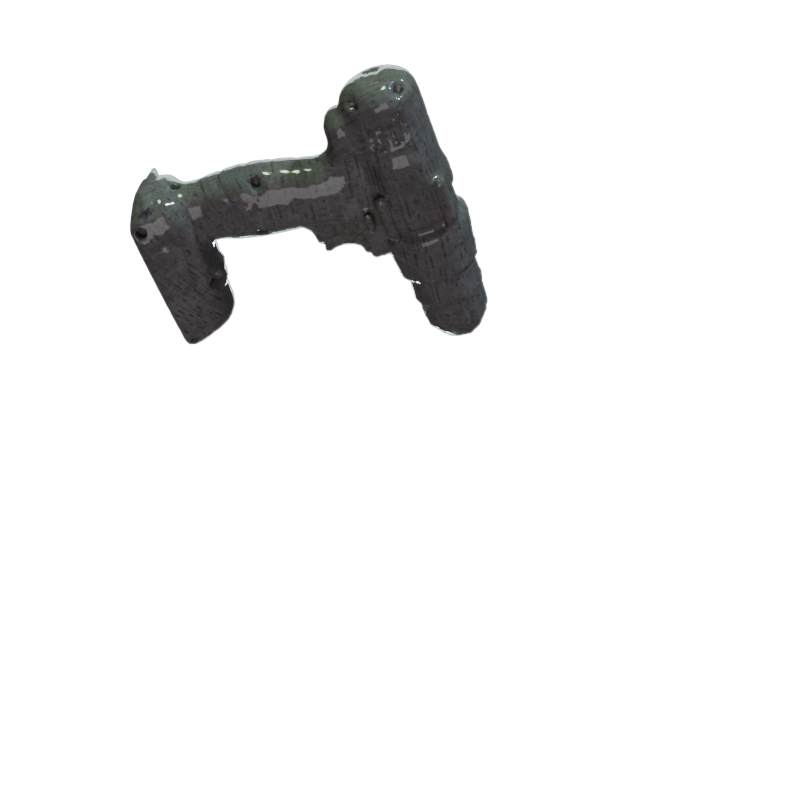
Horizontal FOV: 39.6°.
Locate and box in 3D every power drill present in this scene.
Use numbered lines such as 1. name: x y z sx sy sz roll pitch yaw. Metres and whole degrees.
1. power drill: -0.052 -0.095 0.665 0.189 0.172 0.061 -16 32 10
